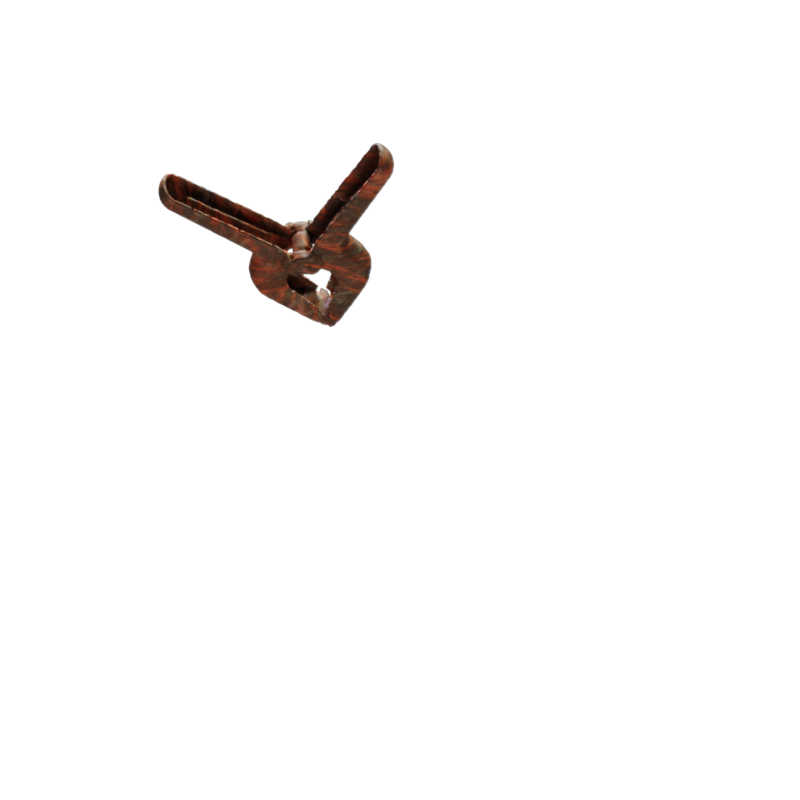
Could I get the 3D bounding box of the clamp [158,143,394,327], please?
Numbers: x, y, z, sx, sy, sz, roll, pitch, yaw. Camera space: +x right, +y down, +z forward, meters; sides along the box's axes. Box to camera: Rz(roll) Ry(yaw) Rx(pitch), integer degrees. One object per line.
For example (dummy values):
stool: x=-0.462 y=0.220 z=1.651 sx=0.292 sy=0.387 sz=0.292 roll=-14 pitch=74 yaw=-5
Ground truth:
clamp: x=-0.065 y=-0.118 z=0.828 sx=0.167 sy=0.039 sz=0.194 roll=-8 pitch=-29 yaw=15
